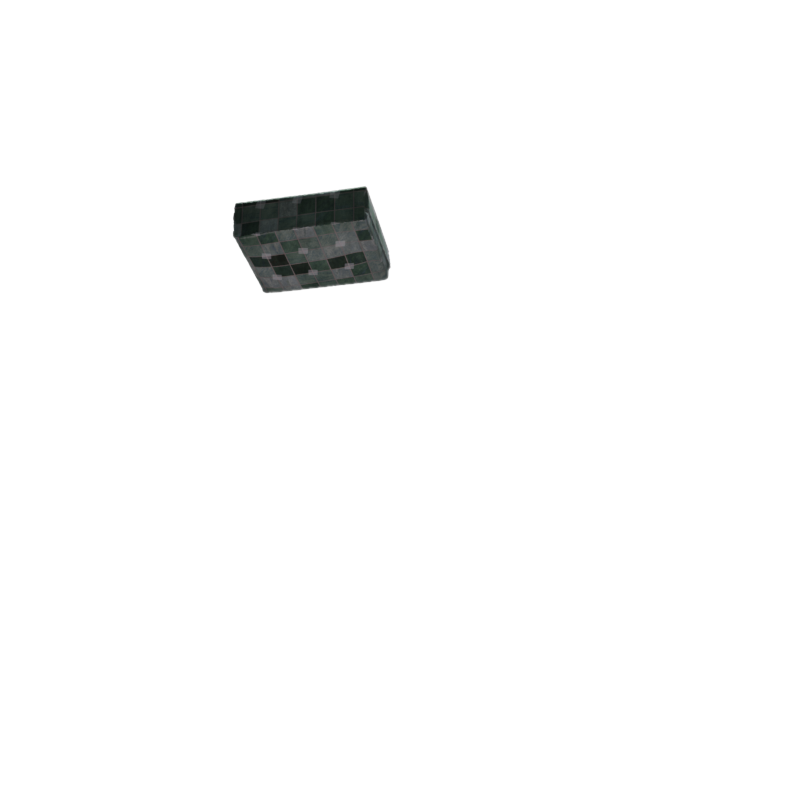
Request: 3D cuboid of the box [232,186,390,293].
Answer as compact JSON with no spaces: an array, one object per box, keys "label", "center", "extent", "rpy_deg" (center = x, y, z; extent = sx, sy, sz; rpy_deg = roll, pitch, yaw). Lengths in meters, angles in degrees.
[{"label":"box","center":[-0.072,-0.130,0.914],"extent":[0.115,0.041,0.083],"rpy_deg":[-7,-32,10]}]
